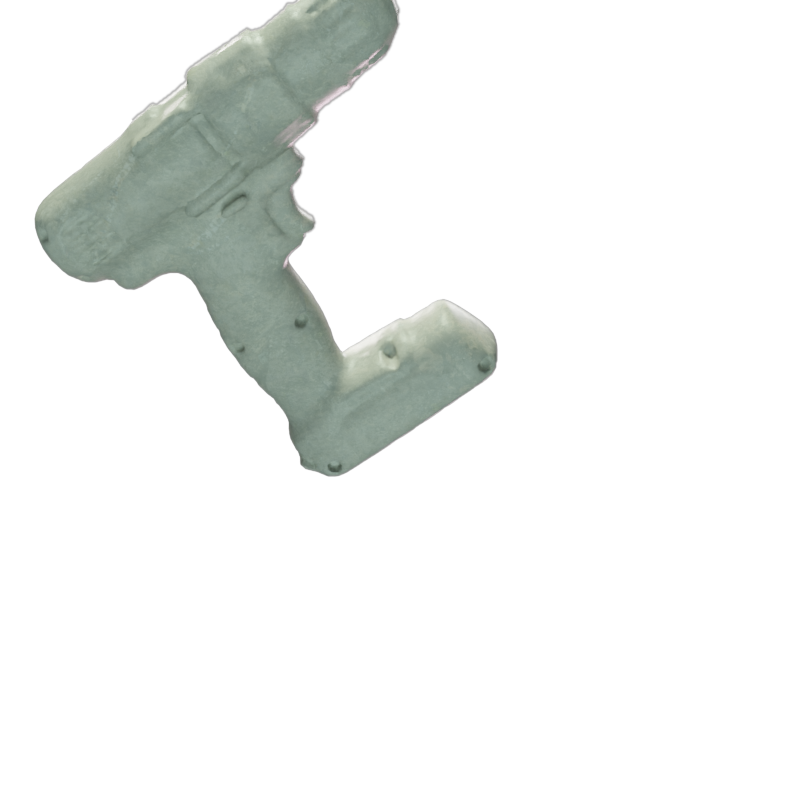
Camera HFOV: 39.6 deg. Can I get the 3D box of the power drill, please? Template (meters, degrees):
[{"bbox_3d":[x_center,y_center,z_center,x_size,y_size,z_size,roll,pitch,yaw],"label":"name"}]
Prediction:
[{"bbox_3d":[-0.039,-0.071,0.494,0.184,0.179,0.060,-35,19,13],"label":"power drill"}]
